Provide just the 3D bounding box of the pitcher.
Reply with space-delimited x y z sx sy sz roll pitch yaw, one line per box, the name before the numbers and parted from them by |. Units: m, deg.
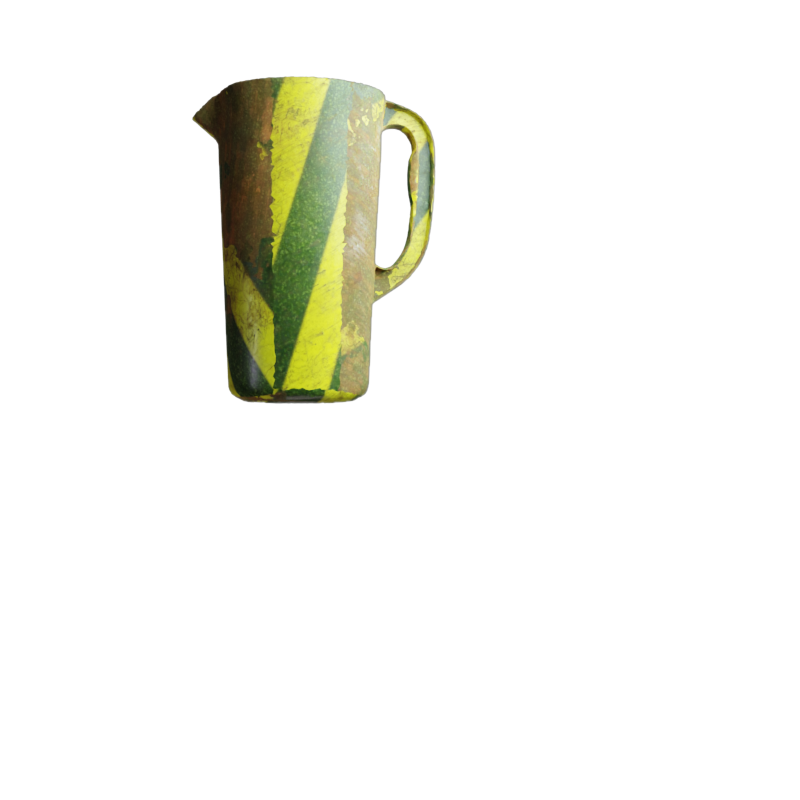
pitcher | -0.067 -0.122 0.858 0.154 0.245 0.139 -2 -3 35
